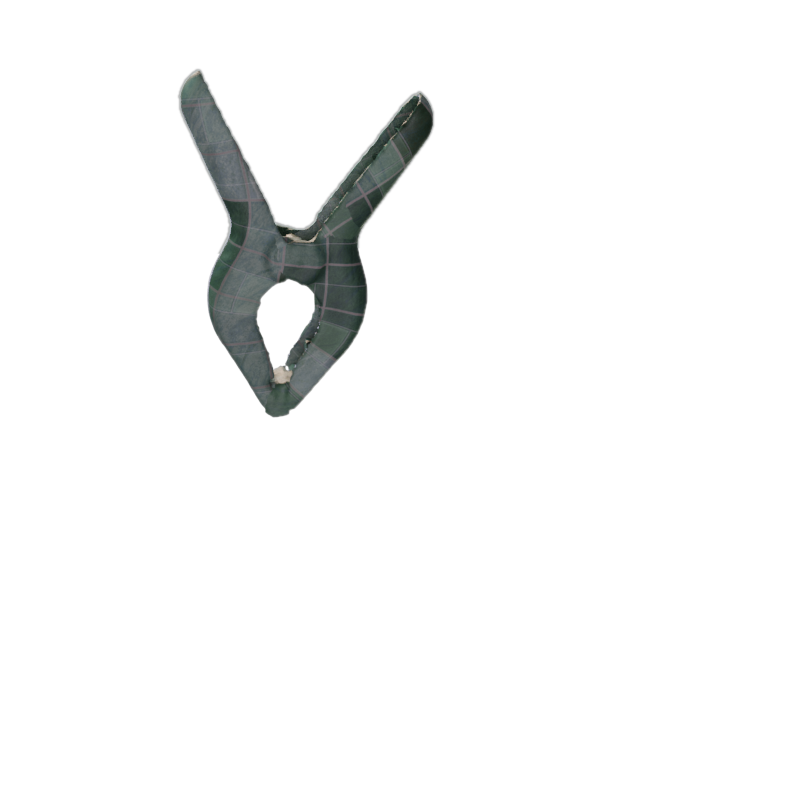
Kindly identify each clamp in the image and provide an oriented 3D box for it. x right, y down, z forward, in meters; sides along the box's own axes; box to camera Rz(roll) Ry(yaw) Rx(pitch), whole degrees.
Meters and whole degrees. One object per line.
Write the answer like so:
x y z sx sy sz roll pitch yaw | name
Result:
-0.043 -0.078 0.543 0.120 0.165 0.041 -1 17 0 | clamp
